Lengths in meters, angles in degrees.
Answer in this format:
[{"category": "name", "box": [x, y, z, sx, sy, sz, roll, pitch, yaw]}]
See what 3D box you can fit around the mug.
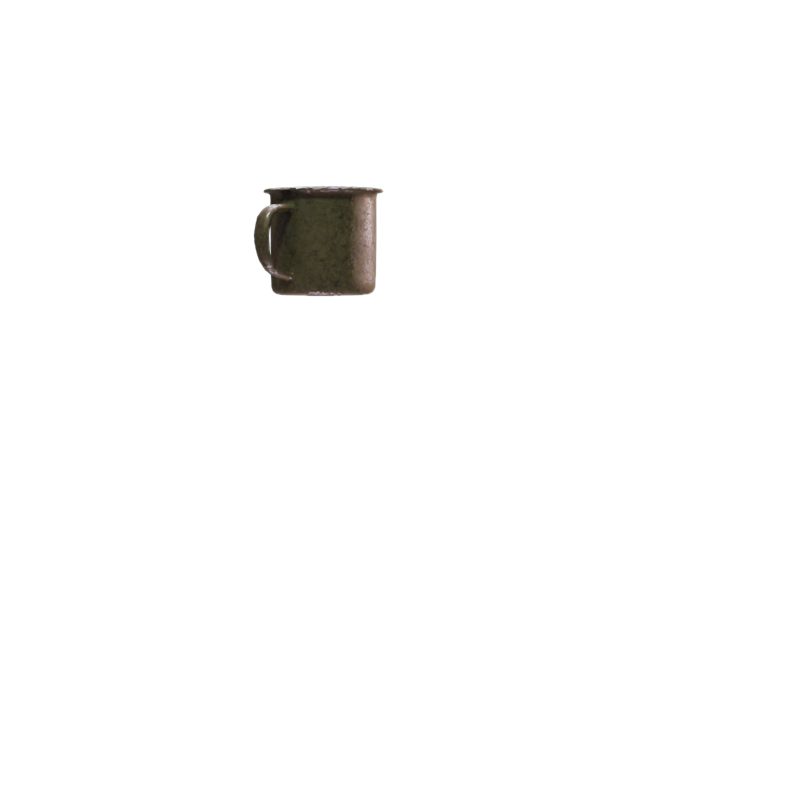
[{"category": "mug", "box": [-0.067, -0.121, 0.851, 0.097, 0.081, 0.113, 3, 6, 38]}]
